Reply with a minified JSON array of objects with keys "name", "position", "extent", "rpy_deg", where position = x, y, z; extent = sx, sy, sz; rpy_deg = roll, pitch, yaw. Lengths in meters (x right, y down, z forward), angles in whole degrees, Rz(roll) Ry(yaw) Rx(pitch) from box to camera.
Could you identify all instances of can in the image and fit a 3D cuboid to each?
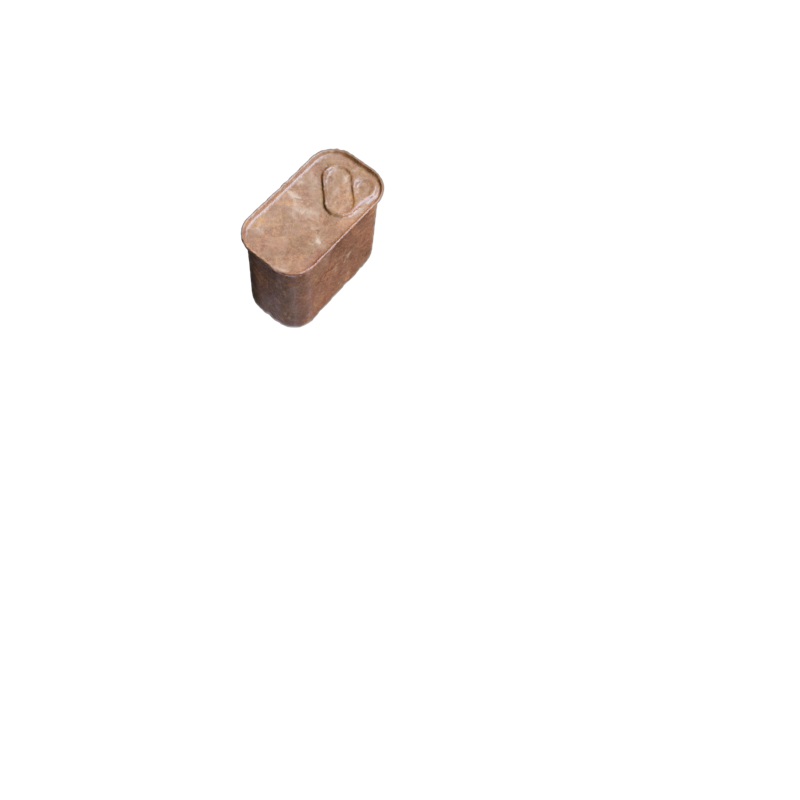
[{"name":"can","position":[-0.060,-0.109,0.762],"extent":[0.060,0.104,0.079],"rpy_deg":[36,-23,14]}]
